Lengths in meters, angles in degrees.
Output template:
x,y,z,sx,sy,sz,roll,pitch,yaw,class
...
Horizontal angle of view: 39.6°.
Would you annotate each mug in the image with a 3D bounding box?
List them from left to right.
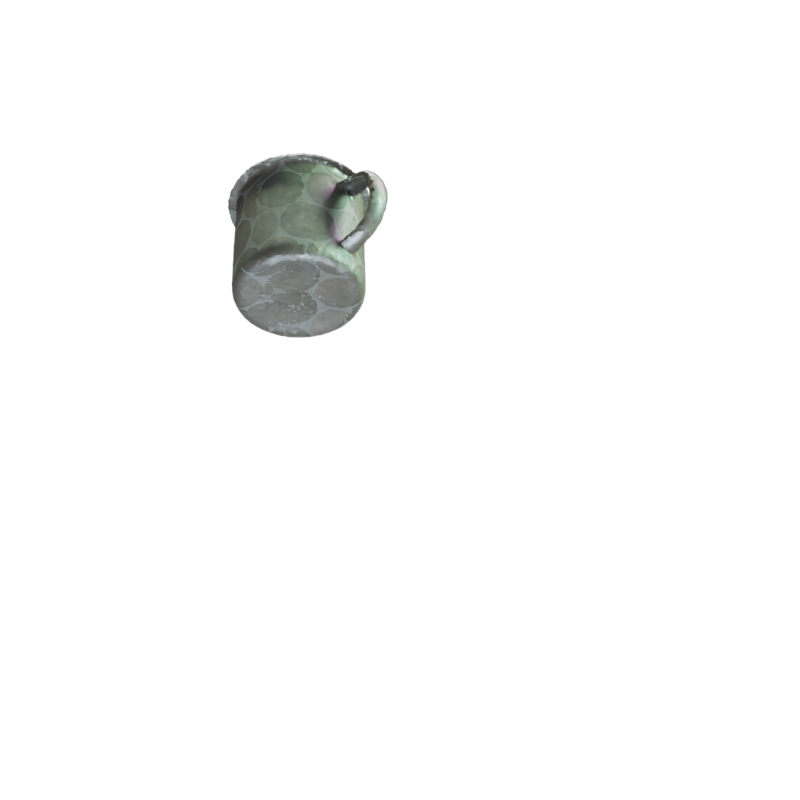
x,y,z,sx,sy,sz,roll,pitch,yaw,class
-0.054,-0.098,0.690,0.117,0.087,0.087,-29,-47,28,mug
